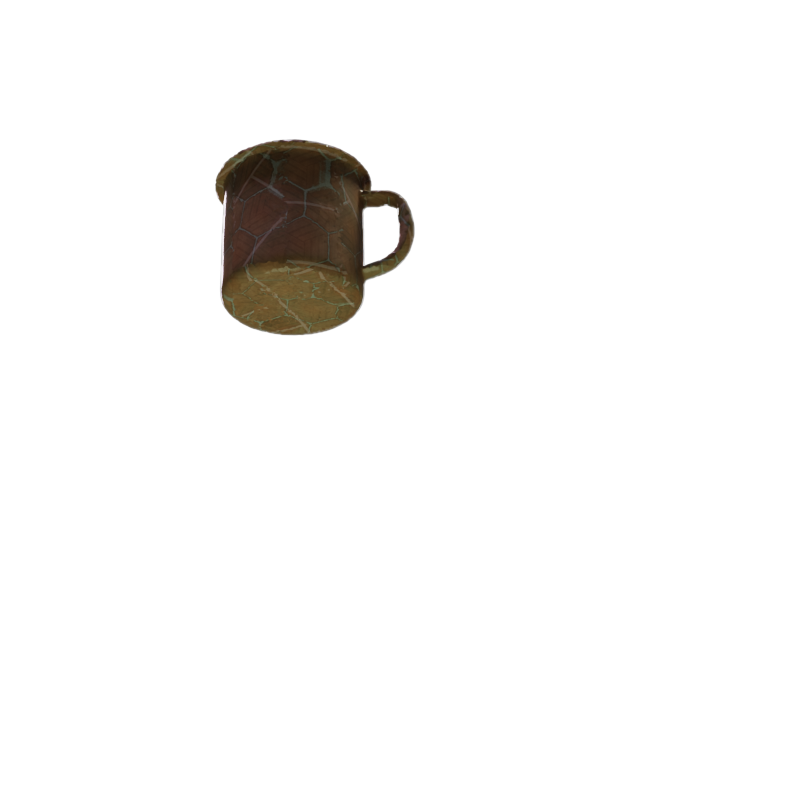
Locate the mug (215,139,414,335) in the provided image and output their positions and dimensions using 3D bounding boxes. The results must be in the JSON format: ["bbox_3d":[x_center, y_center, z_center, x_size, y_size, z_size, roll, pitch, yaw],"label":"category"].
[{"bbox_3d":[-0.050,-0.091,0.637,0.118,0.087,0.087,-5,-29,7],"label":"mug"}]
